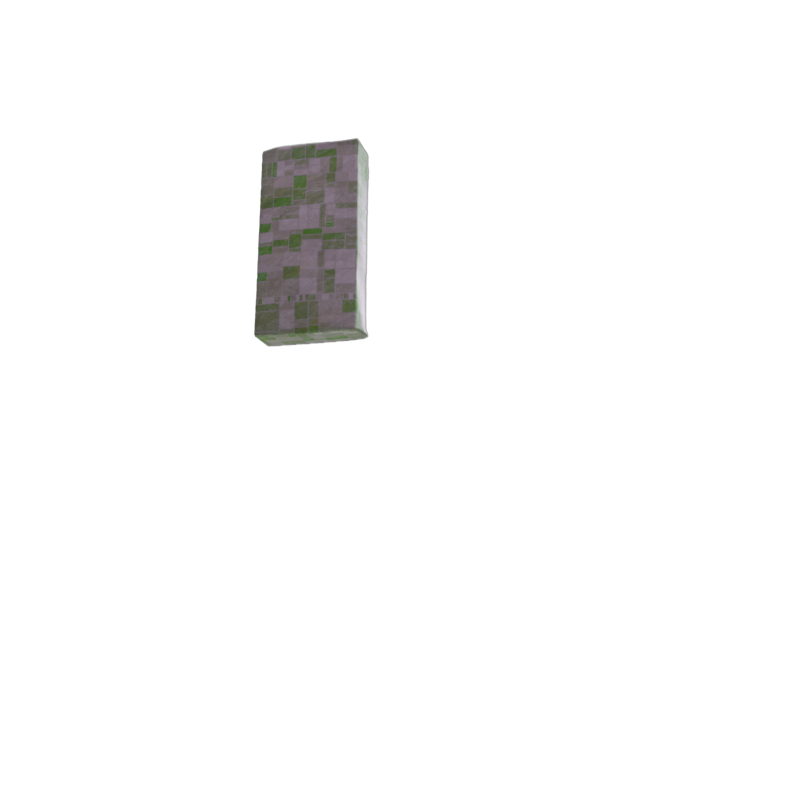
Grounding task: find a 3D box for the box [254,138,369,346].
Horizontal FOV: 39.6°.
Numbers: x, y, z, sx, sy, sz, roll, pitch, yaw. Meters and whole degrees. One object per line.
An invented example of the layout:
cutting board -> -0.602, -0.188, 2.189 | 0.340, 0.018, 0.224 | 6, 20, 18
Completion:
box -> -0.076, -0.139, 0.971 | 0.095, 0.184, 0.045 | -5, -17, 15
